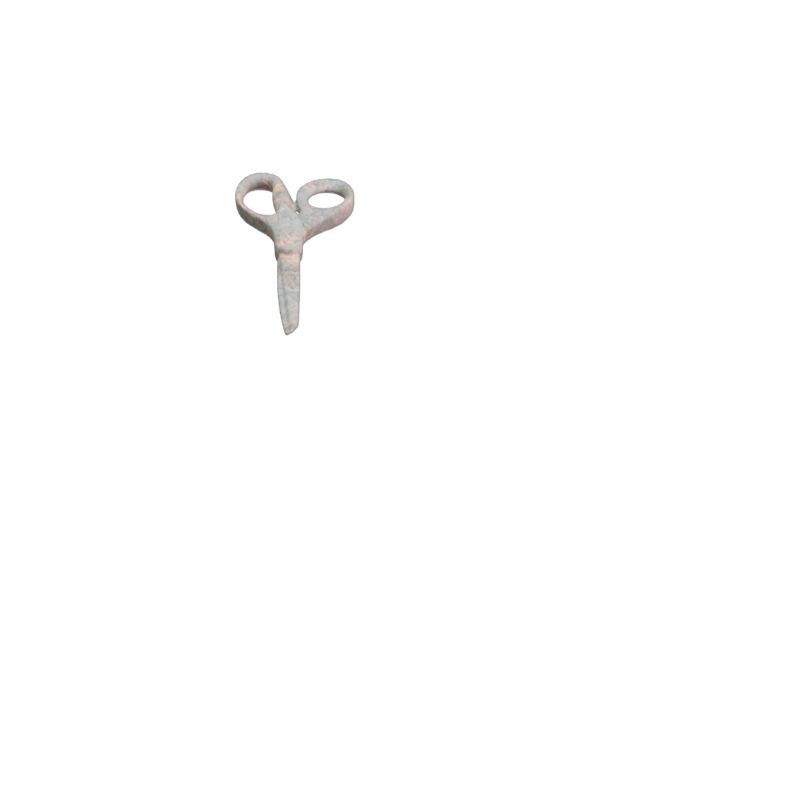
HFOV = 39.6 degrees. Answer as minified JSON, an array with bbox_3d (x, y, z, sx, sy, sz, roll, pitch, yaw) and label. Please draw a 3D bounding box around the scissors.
[{"bbox_3d":[-0.060,-0.109,0.762,0.095,0.015,0.218,-12,38,-15],"label":"scissors"}]
